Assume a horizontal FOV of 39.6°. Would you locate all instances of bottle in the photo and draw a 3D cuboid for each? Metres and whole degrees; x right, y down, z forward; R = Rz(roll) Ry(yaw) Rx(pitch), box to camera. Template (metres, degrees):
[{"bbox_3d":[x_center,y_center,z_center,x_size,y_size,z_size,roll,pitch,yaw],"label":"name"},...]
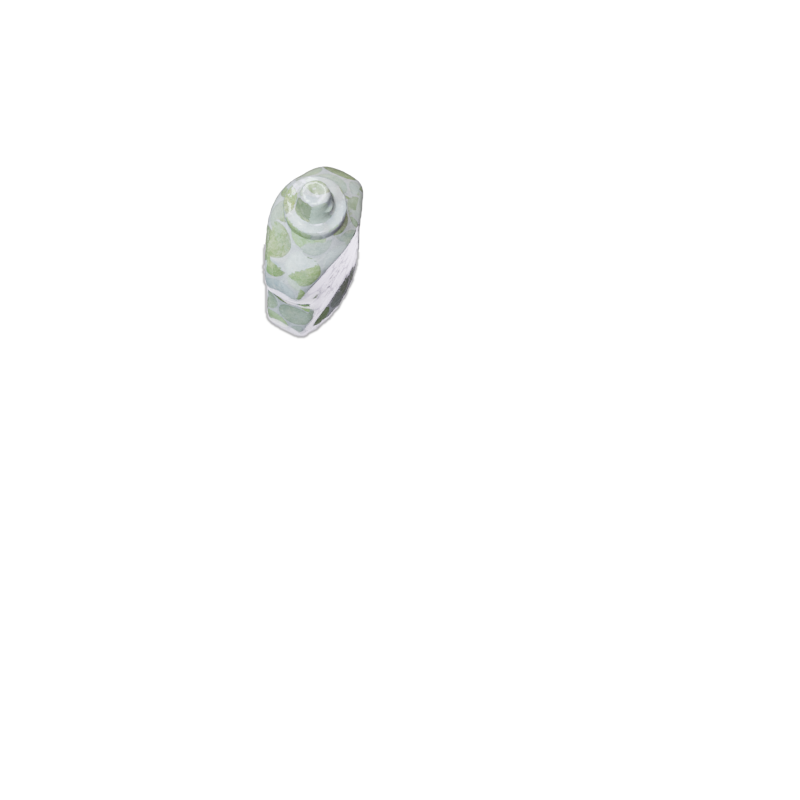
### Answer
[{"bbox_3d":[-0.060,-0.111,0.776,0.059,0.098,0.185,29,-13,2],"label":"bottle"}]
